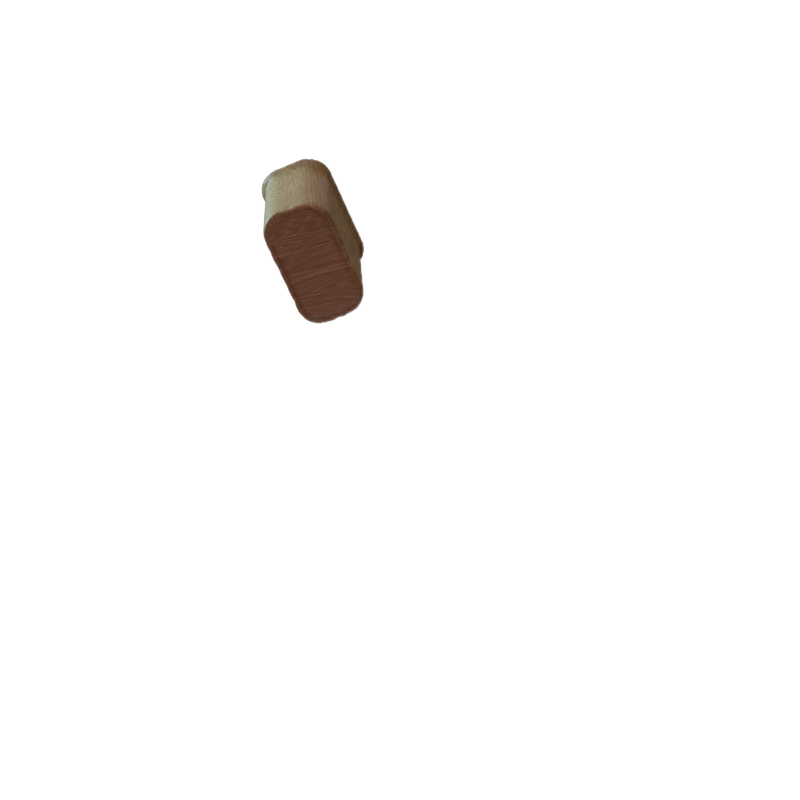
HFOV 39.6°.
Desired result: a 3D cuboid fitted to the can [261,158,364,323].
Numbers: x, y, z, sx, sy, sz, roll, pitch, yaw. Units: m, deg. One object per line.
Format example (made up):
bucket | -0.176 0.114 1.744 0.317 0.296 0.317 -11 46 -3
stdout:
can | -0.066 -0.120 0.843 0.058 0.096 0.089 -21 27 9
